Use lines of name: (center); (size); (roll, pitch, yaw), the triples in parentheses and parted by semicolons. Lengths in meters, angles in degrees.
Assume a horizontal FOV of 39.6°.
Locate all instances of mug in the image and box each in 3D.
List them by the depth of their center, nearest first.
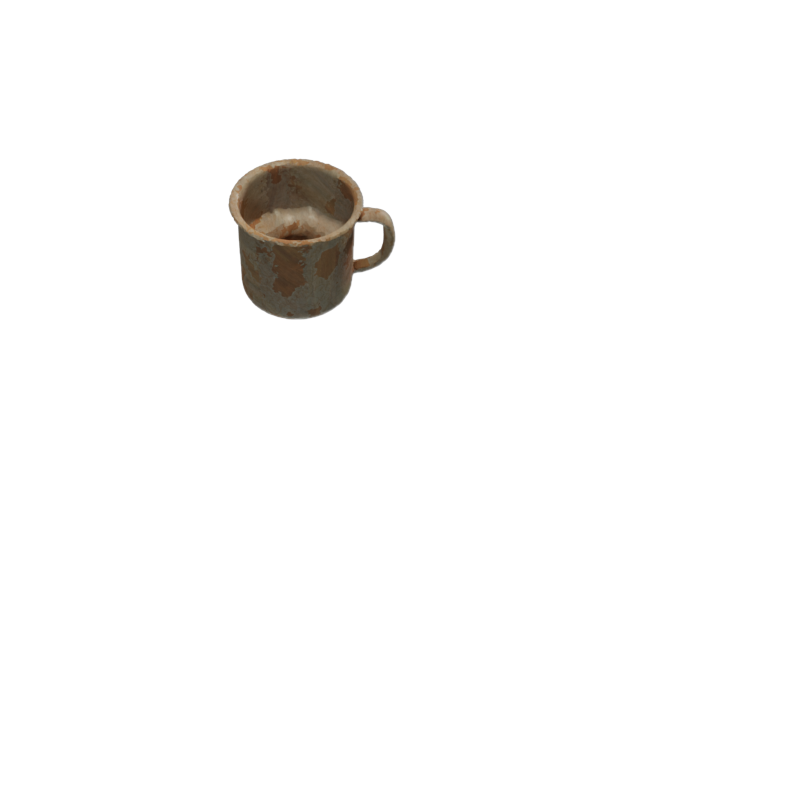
mug: (-0.062, -0.113, 0.792); (0.116, 0.100, 0.076); (-4, -44, -5)
